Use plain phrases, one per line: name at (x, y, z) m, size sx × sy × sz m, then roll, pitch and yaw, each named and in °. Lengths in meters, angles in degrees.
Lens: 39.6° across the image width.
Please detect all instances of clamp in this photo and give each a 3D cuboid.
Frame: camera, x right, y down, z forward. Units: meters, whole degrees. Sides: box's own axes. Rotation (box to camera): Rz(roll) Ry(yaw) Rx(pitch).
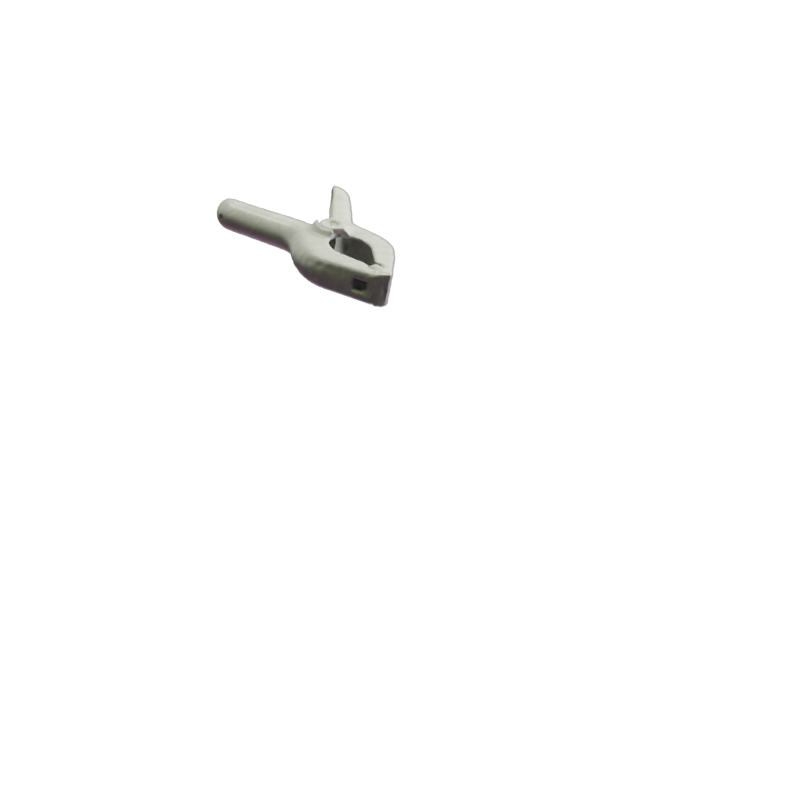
clamp at (-0.068, -0.123, 0.864) m, size 0.118 × 0.037 × 0.185 m, roll -12°, pitch 34°, yaw -20°
